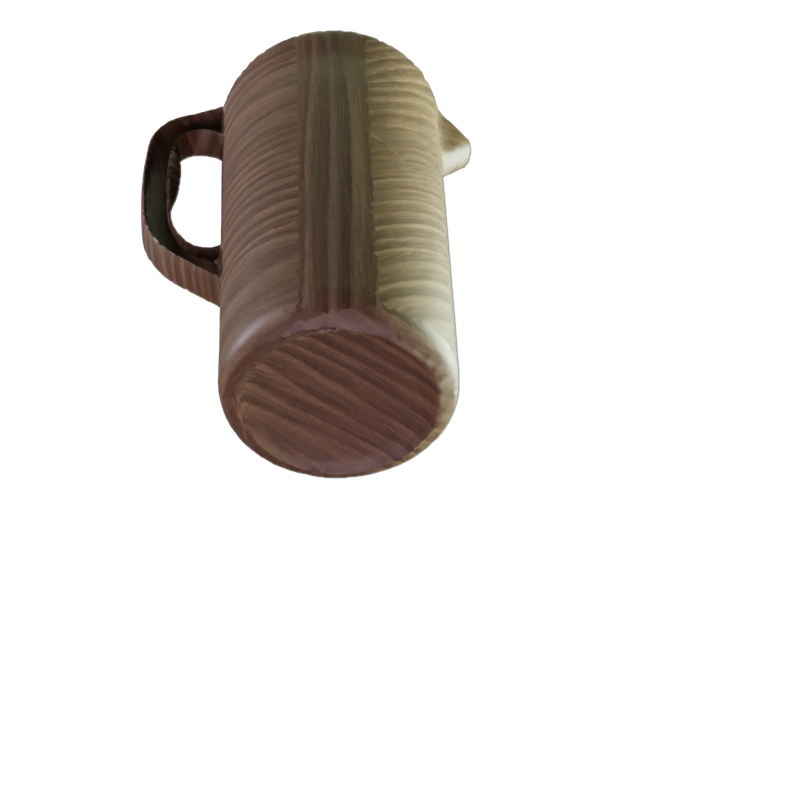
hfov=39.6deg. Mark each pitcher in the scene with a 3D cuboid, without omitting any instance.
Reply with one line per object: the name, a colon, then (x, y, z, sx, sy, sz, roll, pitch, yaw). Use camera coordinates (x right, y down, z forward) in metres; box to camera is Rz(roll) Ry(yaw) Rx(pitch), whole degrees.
pitcher: (-0.045, -0.083, 0.581, 0.148, 0.261, 0.136, -32, -55, 22)
